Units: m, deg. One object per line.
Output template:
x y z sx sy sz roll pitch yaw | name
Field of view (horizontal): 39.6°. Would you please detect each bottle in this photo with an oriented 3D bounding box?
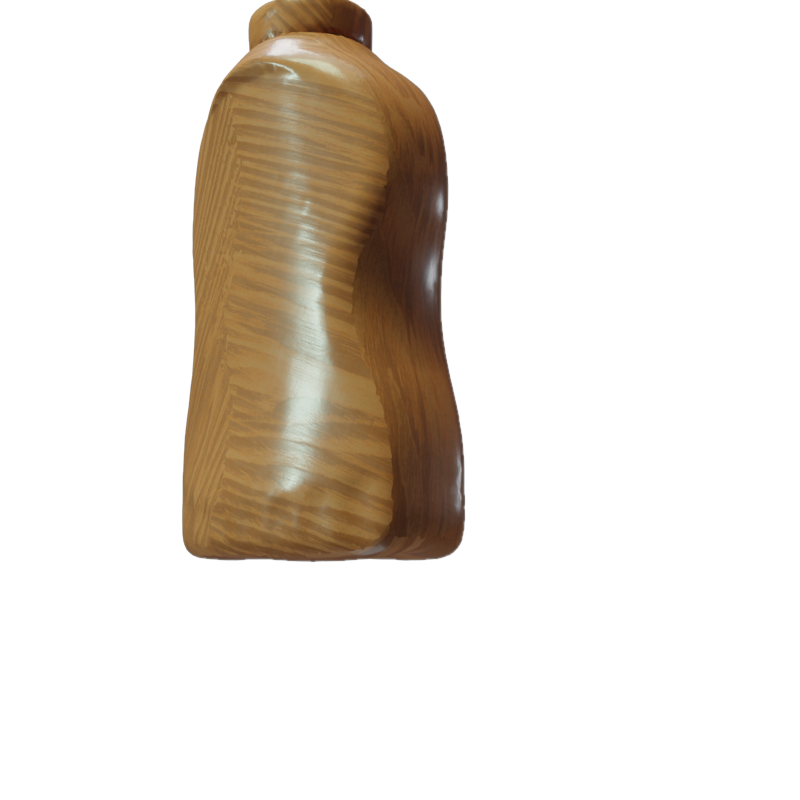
-0.027 -0.050 0.347 0.055 0.198 0.098 11 -18 -40 | bottle
